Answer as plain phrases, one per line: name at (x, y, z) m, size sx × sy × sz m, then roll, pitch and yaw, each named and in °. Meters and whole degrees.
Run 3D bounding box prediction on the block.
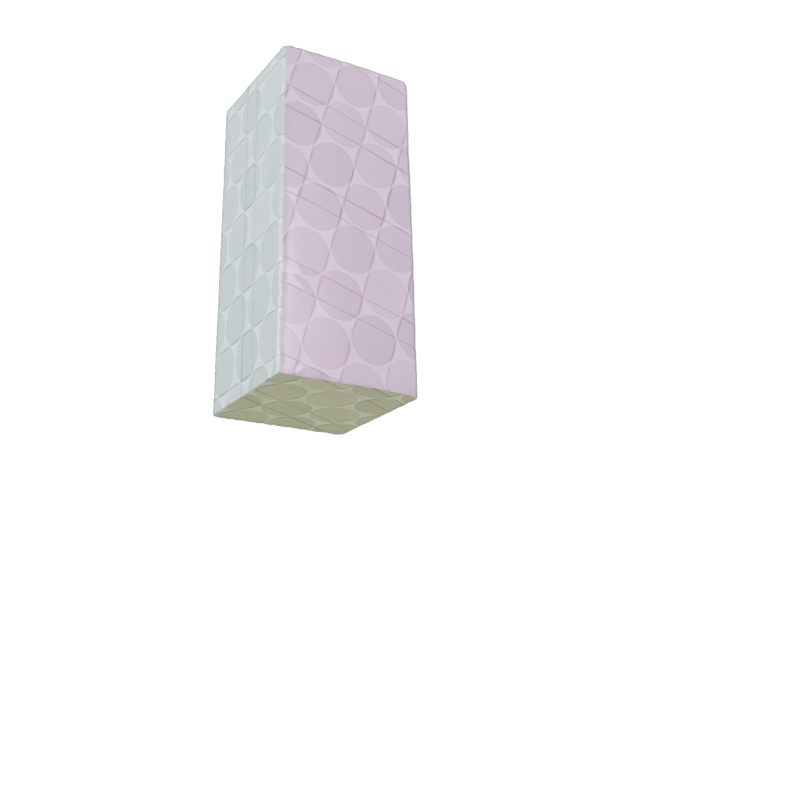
block at (-0.052, -0.096, 0.669) m, size 0.086 × 0.218 × 0.090 m, roll 12°, pitch -27°, yaw -29°
